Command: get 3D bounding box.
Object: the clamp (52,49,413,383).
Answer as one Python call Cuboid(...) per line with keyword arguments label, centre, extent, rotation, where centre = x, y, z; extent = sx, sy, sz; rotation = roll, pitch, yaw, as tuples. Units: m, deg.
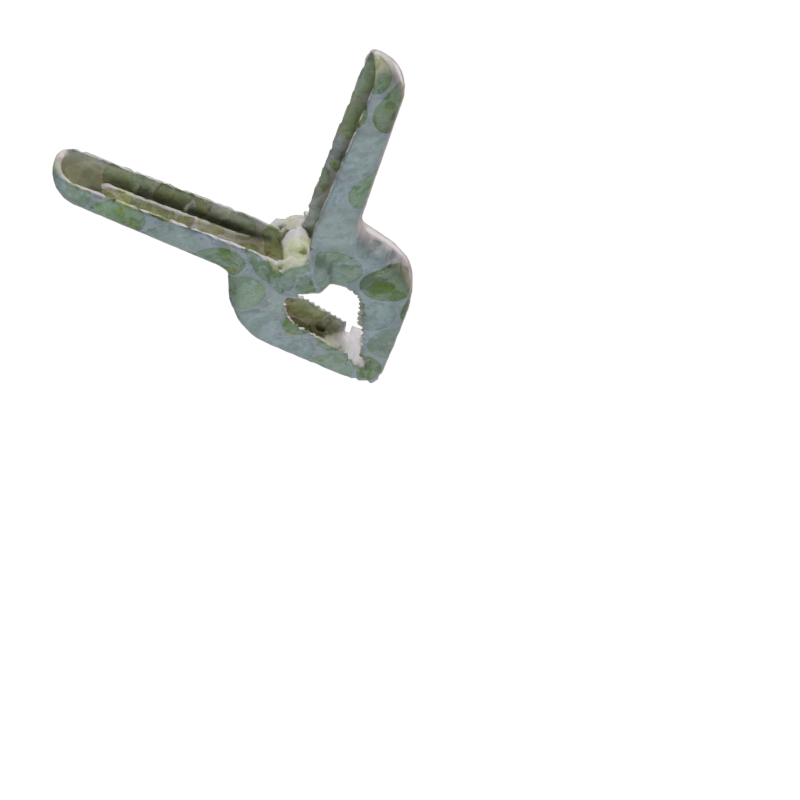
Cuboid(label="clamp", centre=(-0.042, -0.077, 0.539), extent=(0.166, 0.039, 0.194), rotation=(-17, -39, 21))
